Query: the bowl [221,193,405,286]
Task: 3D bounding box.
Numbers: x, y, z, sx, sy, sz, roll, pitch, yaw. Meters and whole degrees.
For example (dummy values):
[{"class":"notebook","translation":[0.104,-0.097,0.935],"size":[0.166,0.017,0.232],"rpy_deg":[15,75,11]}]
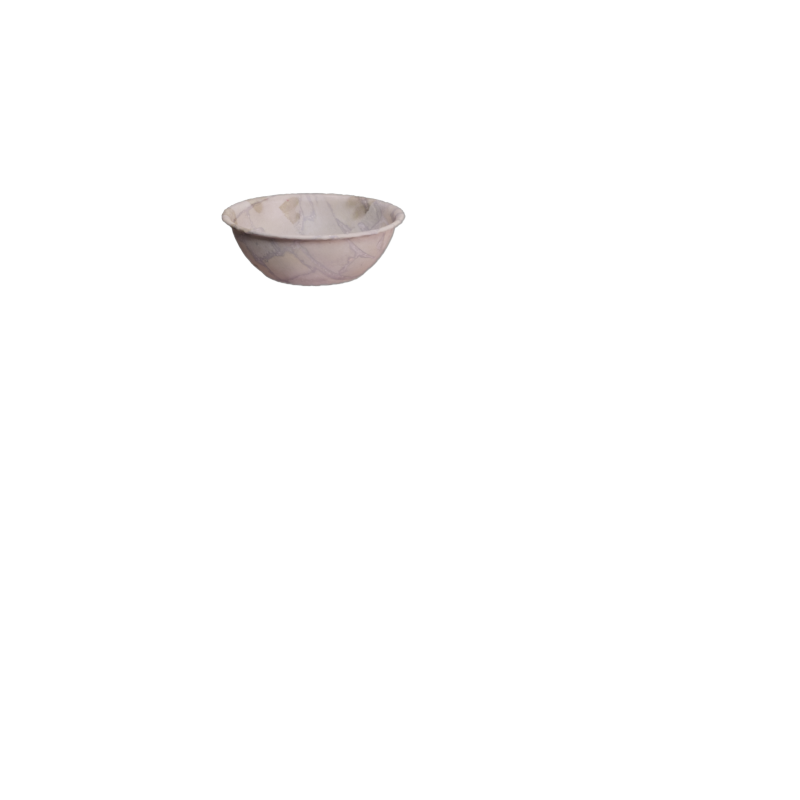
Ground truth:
[{"class":"bowl","translation":[-0.077,-0.140,0.983],"size":[0.162,0.053,0.170],"rpy_deg":[-1,22,-2]}]
